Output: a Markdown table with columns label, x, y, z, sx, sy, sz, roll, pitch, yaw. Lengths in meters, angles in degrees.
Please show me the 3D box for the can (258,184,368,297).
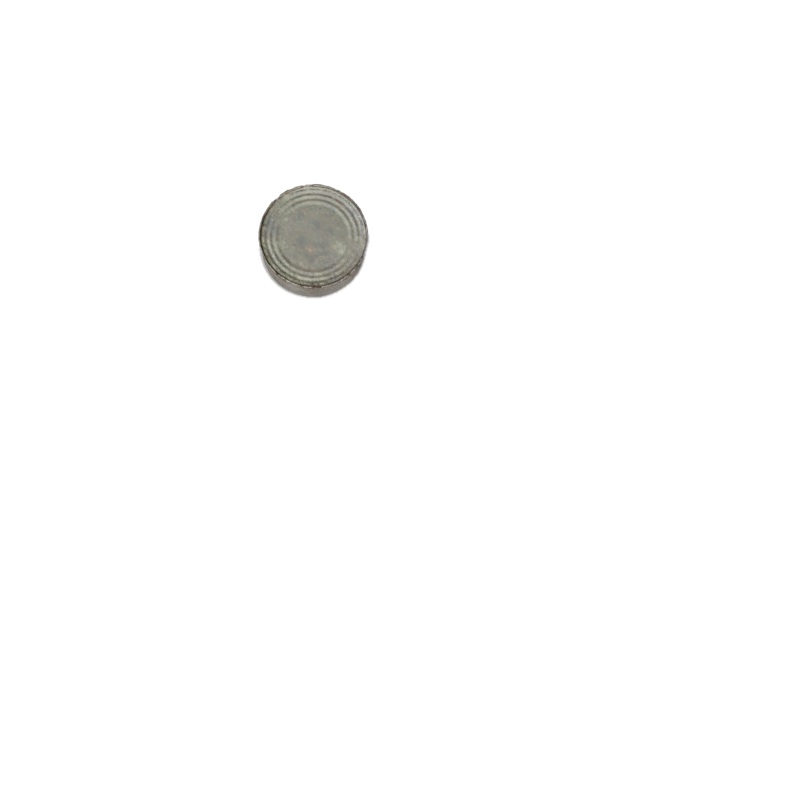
| label | x | y | z | sx | sy | sz | roll | pitch | yaw |
| --- | --- | --- | --- | --- | --- | --- | --- | --- | --- |
| can | -0.069 | -0.125 | 0.878 | 0.086 | 0.090 | 0.032 | -1 | -17 | -1 |
